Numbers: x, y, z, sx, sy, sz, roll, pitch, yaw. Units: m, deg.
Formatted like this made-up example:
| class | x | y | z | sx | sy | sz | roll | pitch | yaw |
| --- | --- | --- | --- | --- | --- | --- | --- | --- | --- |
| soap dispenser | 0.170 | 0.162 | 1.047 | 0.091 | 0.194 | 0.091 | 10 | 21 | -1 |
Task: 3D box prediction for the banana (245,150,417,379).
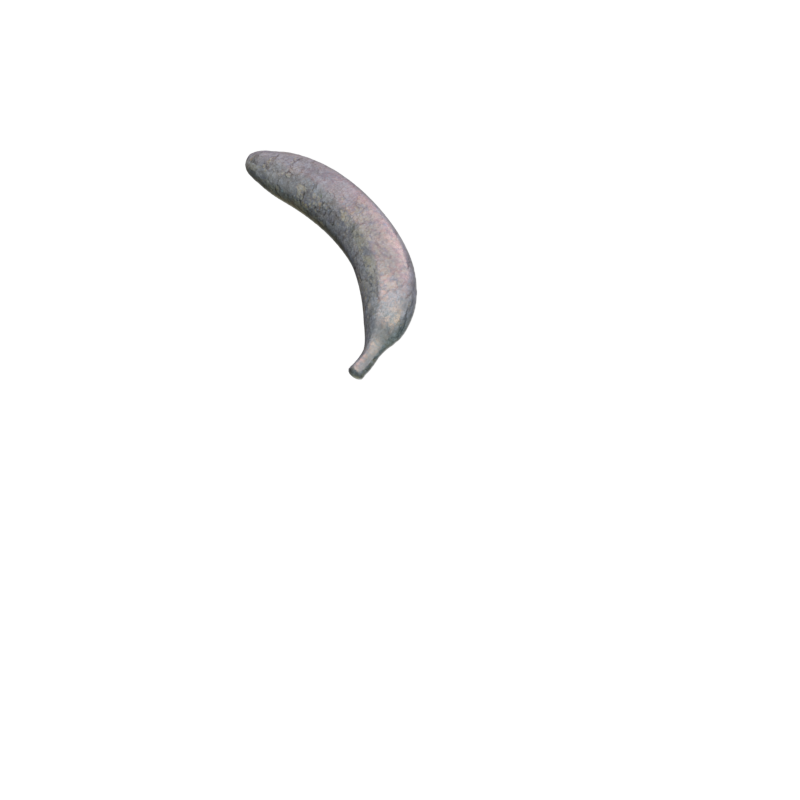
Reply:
| class | x | y | z | sx | sy | sz | roll | pitch | yaw |
| --- | --- | --- | --- | --- | --- | --- | --- | --- | --- |
| banana | -0.039 | -0.107 | 0.730 | 0.069 | 0.214 | 0.034 | -18 | -36 | -14 |
